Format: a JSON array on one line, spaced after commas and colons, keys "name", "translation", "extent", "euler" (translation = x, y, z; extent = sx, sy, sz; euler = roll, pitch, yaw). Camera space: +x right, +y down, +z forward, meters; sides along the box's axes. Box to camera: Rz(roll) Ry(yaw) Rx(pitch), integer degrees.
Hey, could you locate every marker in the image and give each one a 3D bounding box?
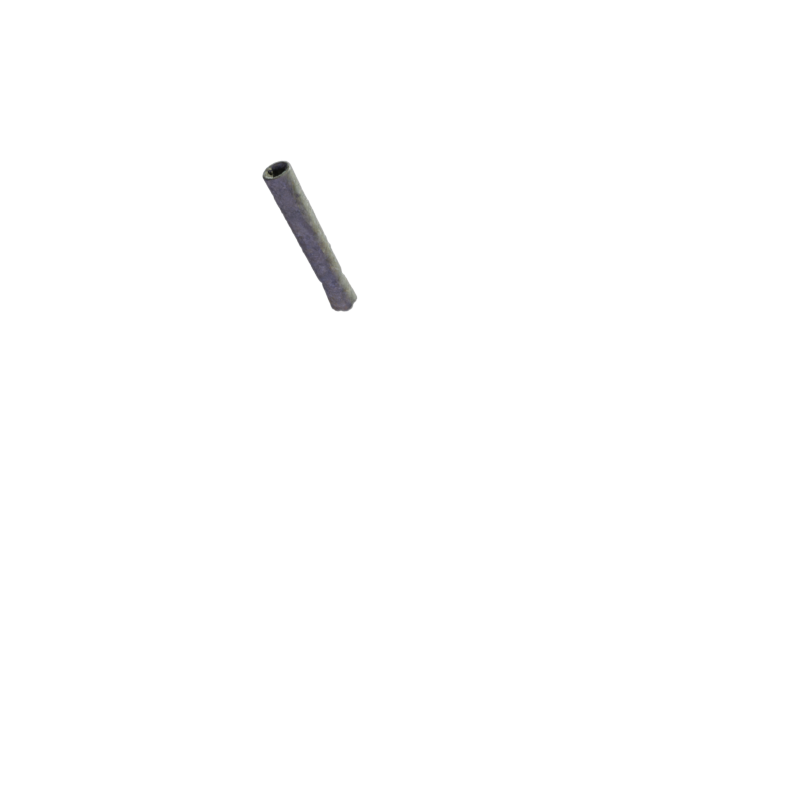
[{"name": "marker", "translation": [-0.055, -0.101, 0.708], "extent": [0.020, 0.112, 0.021], "euler": [-17, 40, 13]}]
